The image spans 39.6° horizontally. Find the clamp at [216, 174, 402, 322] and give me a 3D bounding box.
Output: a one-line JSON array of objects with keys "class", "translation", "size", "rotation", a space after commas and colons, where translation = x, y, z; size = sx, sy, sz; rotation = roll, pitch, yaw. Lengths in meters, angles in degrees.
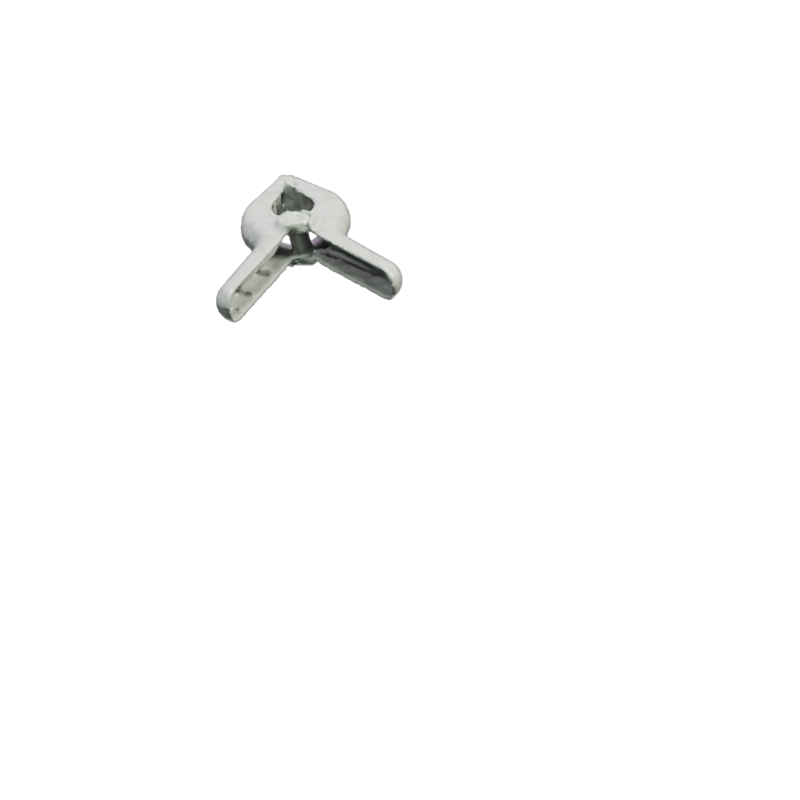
[{"class": "clamp", "translation": [-0.061, -0.111, 0.775], "size": [0.120, 0.037, 0.183], "rotation": [0, 37, 0]}]
